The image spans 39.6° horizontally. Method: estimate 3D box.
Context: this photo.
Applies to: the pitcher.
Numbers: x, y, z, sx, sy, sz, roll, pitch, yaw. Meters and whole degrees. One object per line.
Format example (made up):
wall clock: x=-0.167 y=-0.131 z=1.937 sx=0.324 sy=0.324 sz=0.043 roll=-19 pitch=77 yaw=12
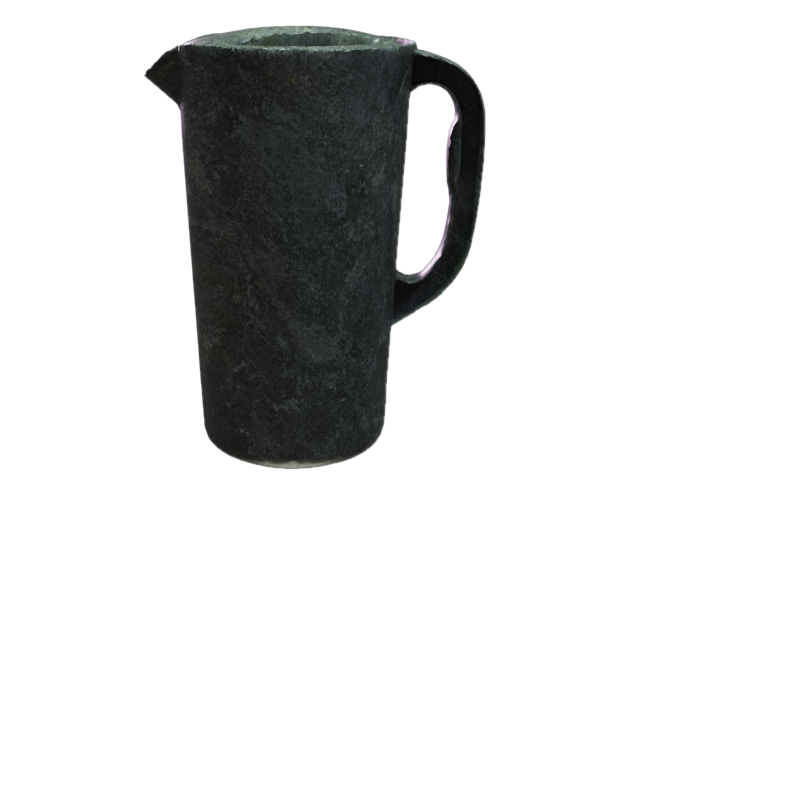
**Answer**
pitcher: x=-0.050 y=-0.091 z=0.635 sx=0.158 sy=0.234 sz=0.142 roll=17 pitch=23 yaw=41
